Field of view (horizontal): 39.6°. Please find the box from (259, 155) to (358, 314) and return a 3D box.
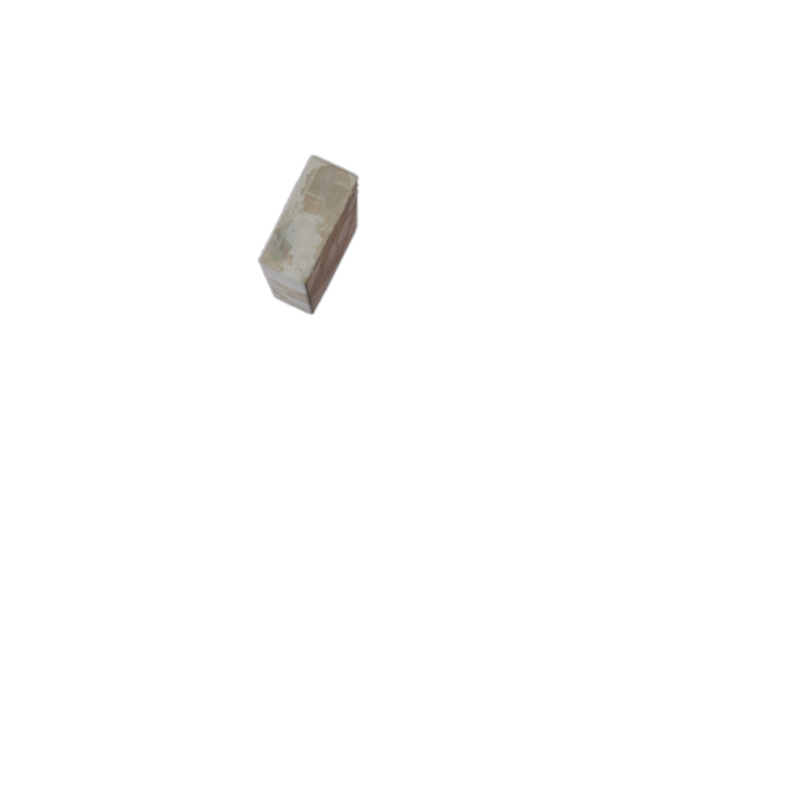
[{"bbox_3d":[-0.070,-0.128,0.899,0.048,0.094,0.174,26,-4,-3],"label":"box"}]
